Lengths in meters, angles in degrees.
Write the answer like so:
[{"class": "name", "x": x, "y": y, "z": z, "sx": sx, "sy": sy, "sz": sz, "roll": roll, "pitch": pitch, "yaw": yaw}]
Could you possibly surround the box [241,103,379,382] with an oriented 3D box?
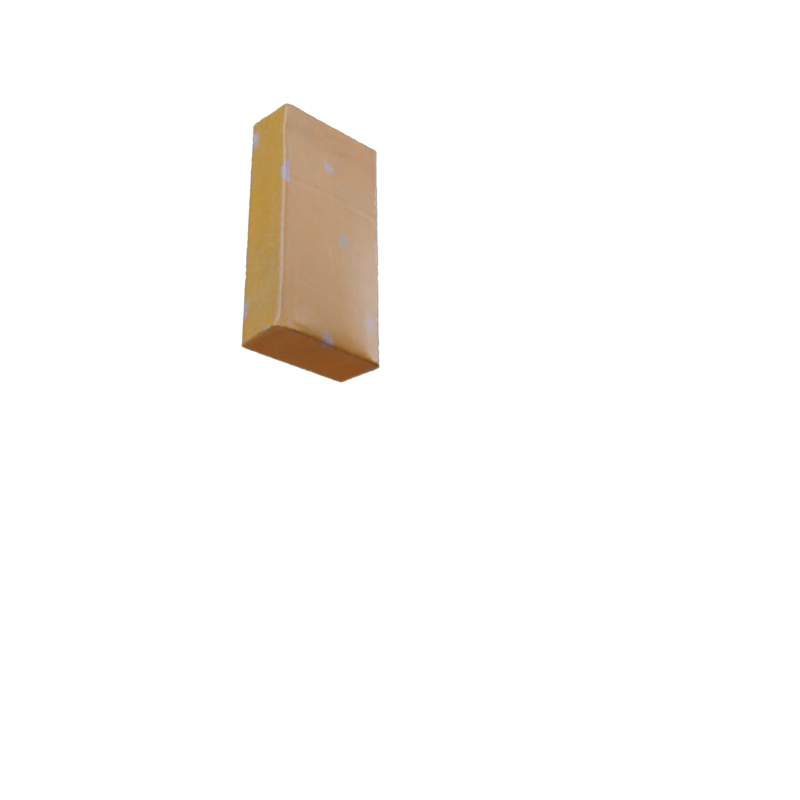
[{"class": "box", "x": -0.061, "y": -0.110, "z": 0.774, "sx": 0.088, "sy": 0.187, "sz": 0.048, "roll": 23, "pitch": -37, "yaw": -38}]
